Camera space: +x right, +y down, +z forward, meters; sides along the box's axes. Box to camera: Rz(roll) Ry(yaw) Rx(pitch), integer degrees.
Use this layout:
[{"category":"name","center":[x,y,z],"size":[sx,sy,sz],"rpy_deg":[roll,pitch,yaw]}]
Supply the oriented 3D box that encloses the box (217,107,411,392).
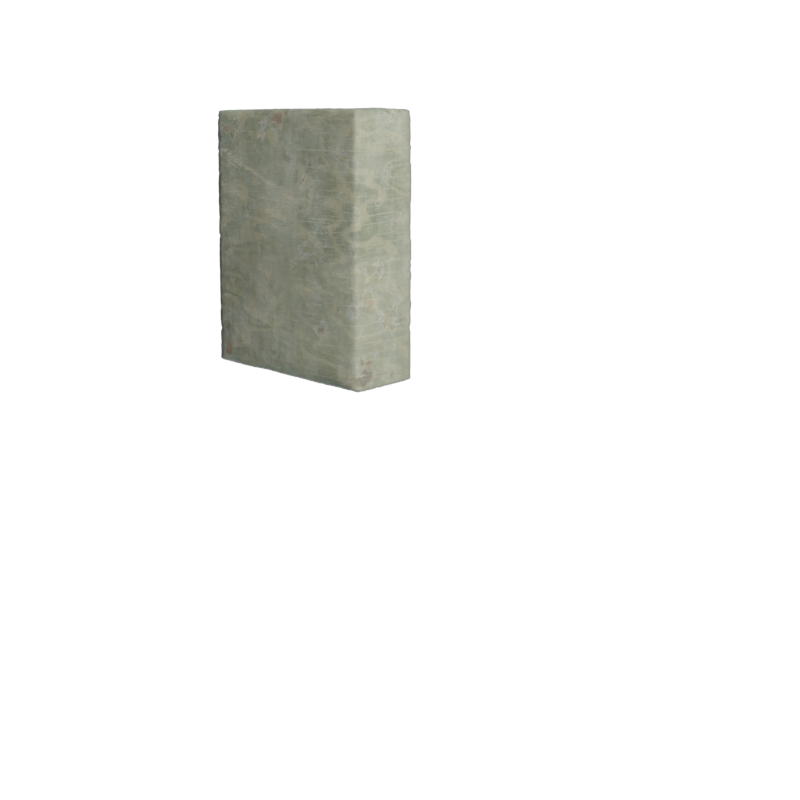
[{"category":"box","center":[-0.070,-0.128,0.897],"size":[0.172,0.210,0.070],"rpy_deg":[9,11,43]}]
